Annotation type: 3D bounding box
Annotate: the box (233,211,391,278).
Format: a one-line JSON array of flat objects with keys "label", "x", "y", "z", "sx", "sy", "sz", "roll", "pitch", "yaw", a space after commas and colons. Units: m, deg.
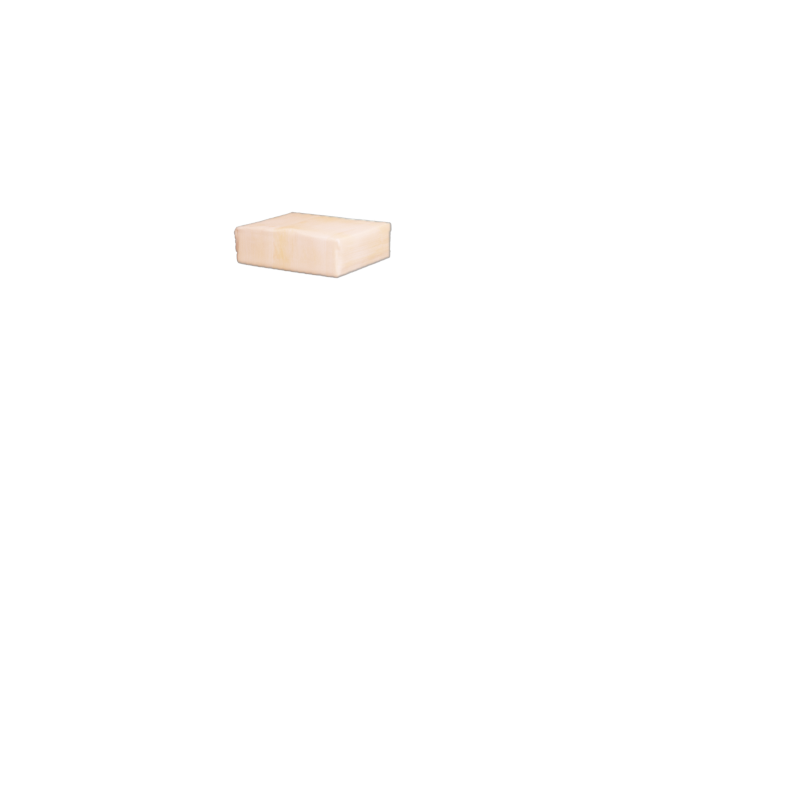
[{"label": "box", "x": -0.062, "y": -0.113, "z": 0.793, "sx": 0.093, "sy": 0.029, "sz": 0.072, "roll": 11, "pitch": 21, "yaw": 30}]
